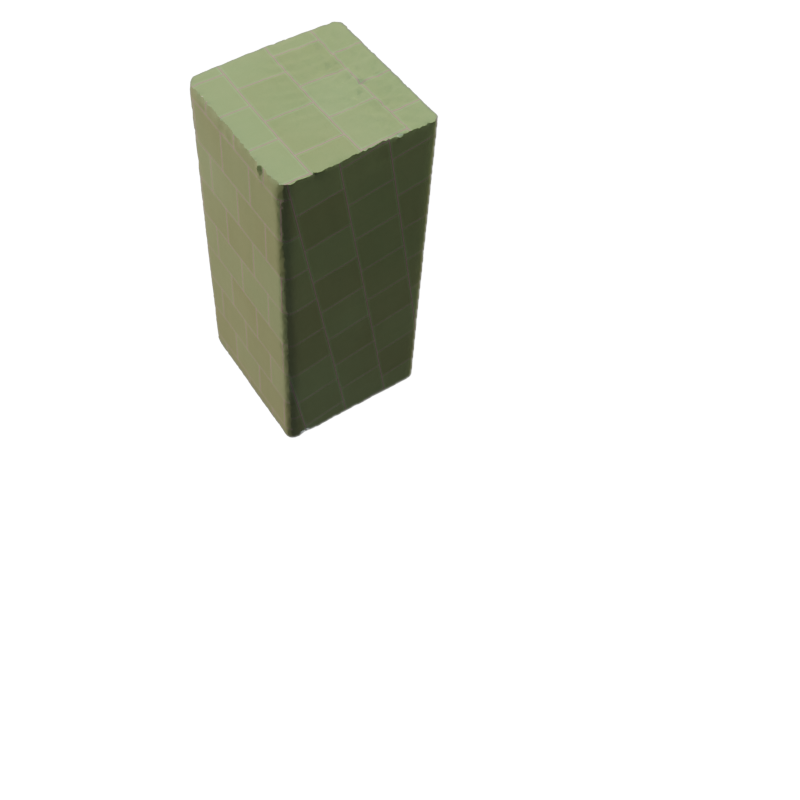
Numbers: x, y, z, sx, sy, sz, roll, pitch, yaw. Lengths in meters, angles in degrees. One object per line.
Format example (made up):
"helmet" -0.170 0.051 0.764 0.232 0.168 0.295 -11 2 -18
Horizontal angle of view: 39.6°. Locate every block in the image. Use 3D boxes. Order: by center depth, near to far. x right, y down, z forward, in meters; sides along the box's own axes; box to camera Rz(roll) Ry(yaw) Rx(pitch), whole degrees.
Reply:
"block" -0.048 -0.085 0.599 0.090 0.097 0.192 -26 -31 -22
